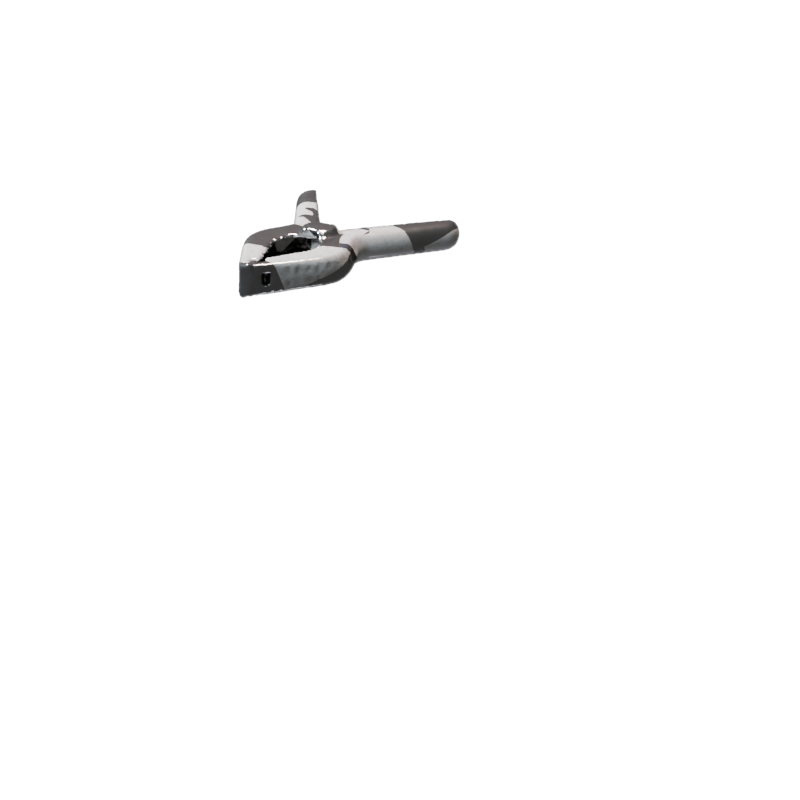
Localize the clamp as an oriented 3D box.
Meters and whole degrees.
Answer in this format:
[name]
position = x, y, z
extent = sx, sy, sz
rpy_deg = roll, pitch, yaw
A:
[clamp]
position = -0.073, -0.134, 0.938
extent = 0.174, 0.035, 0.209
rpy_deg = 20, 32, 35
